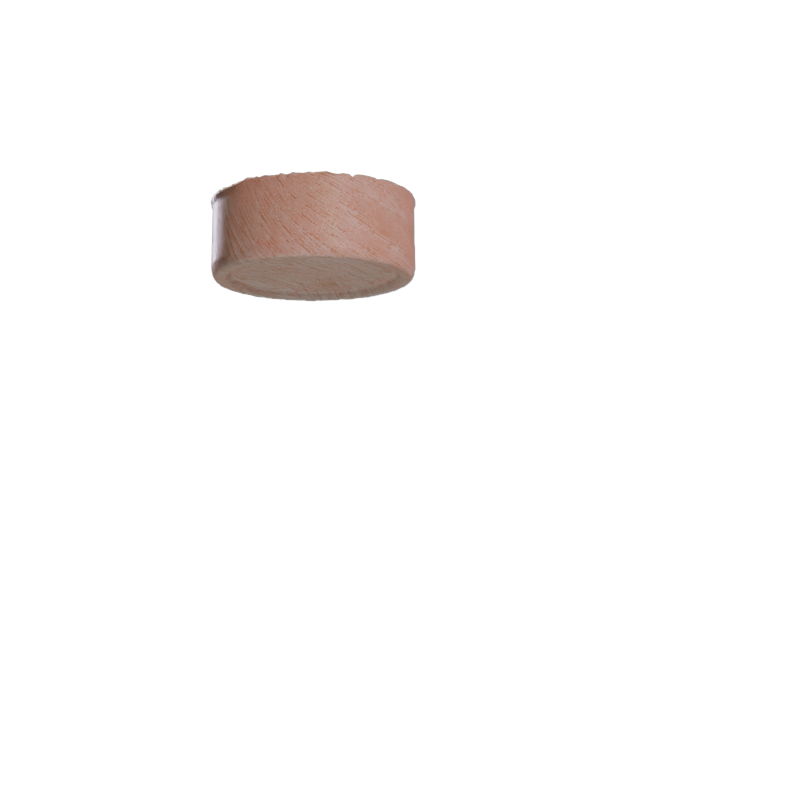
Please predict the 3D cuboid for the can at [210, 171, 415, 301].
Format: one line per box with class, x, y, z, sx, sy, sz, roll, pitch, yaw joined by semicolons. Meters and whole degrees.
can;-0.036;-0.066;0.461;0.086;0.035;0.084;0;-9;-2
